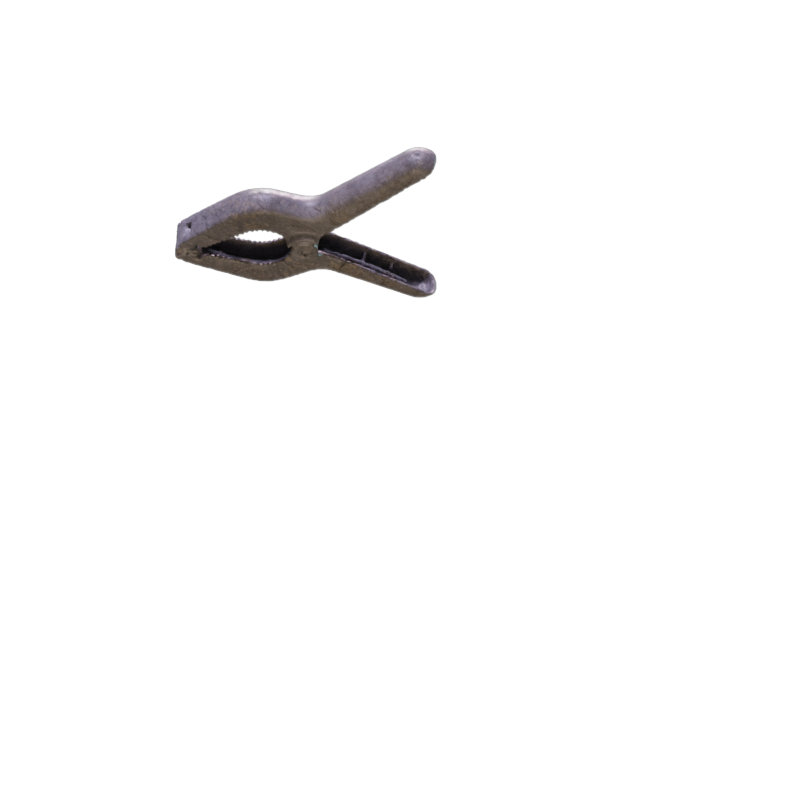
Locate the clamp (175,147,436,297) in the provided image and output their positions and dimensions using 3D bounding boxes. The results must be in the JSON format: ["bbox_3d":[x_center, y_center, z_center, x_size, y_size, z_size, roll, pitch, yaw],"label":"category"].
[{"bbox_3d":[-0.068,-0.123,0.863,0.212,0.039,0.152,-6,-35,8],"label":"clamp"}]
